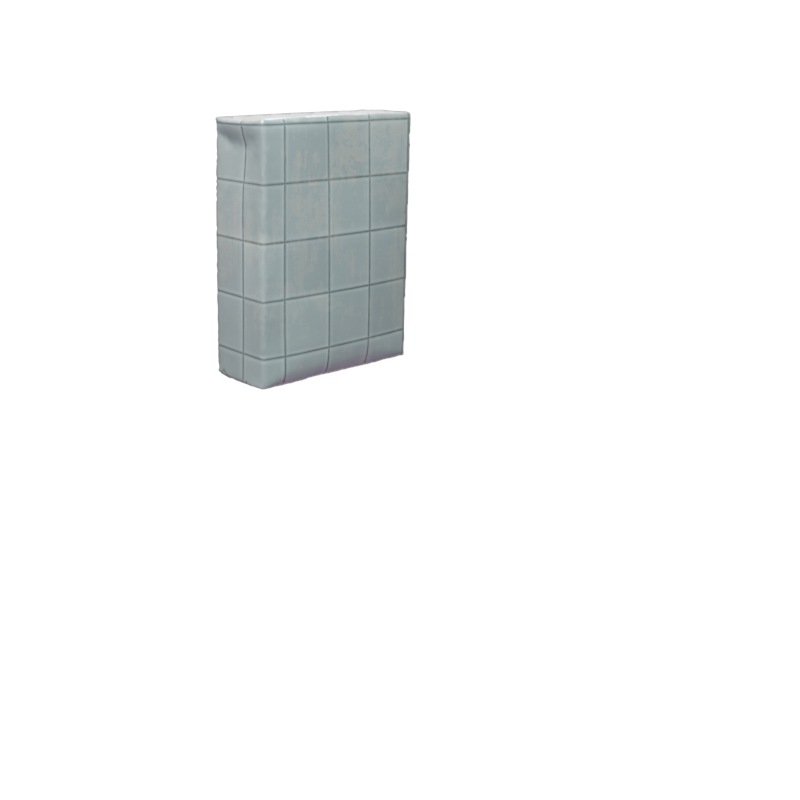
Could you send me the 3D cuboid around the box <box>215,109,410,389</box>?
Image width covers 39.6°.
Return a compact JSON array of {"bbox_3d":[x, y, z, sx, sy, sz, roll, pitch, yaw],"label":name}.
[{"bbox_3d":[-0.072,-0.132,0.922,0.160,0.209,0.076,-11,16,-43],"label":"box"}]
